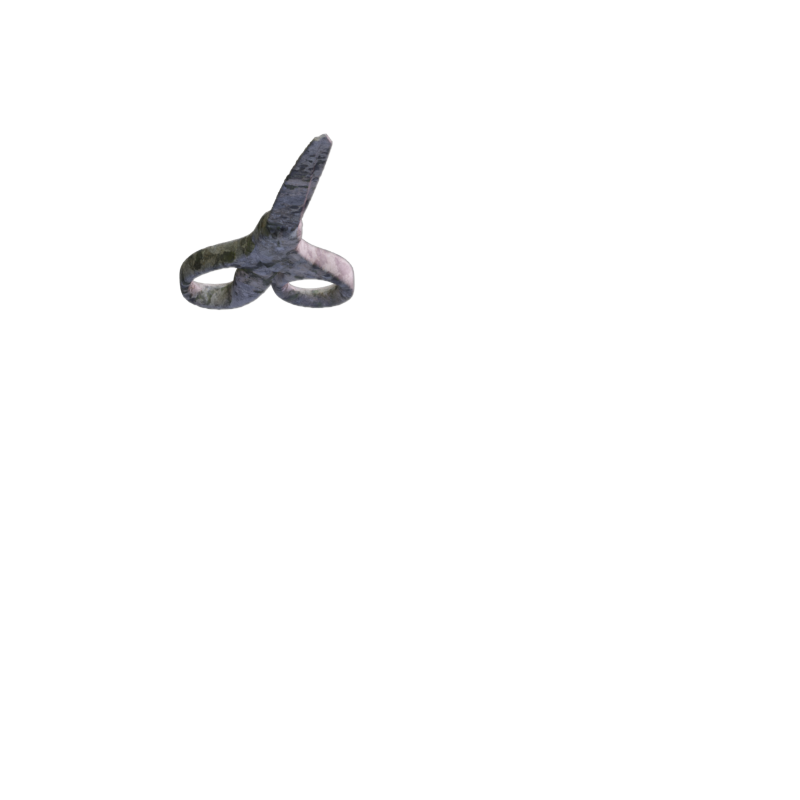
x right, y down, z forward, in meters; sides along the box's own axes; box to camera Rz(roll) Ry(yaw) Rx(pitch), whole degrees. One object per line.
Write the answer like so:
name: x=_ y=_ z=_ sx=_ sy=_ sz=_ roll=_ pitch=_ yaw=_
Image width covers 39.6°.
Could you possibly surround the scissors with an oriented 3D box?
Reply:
scissors: x=-0.039 y=-0.072 z=0.501 sx=0.092 sy=0.016 sz=0.202 roll=7 pitch=-14 yaw=-29
